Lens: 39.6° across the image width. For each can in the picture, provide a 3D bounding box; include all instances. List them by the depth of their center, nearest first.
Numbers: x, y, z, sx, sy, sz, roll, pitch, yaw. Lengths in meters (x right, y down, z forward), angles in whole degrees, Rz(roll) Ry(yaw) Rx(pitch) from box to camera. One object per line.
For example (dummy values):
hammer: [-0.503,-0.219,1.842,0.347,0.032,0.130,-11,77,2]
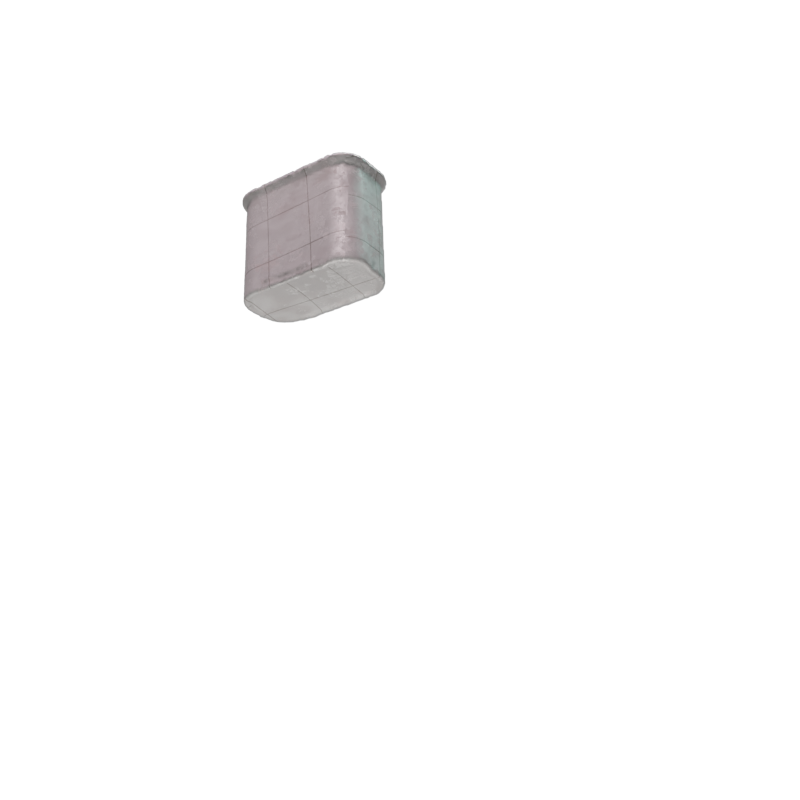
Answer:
can: [-0.059,-0.107,0.751,0.103,0.089,0.053,-19,-34,29]
